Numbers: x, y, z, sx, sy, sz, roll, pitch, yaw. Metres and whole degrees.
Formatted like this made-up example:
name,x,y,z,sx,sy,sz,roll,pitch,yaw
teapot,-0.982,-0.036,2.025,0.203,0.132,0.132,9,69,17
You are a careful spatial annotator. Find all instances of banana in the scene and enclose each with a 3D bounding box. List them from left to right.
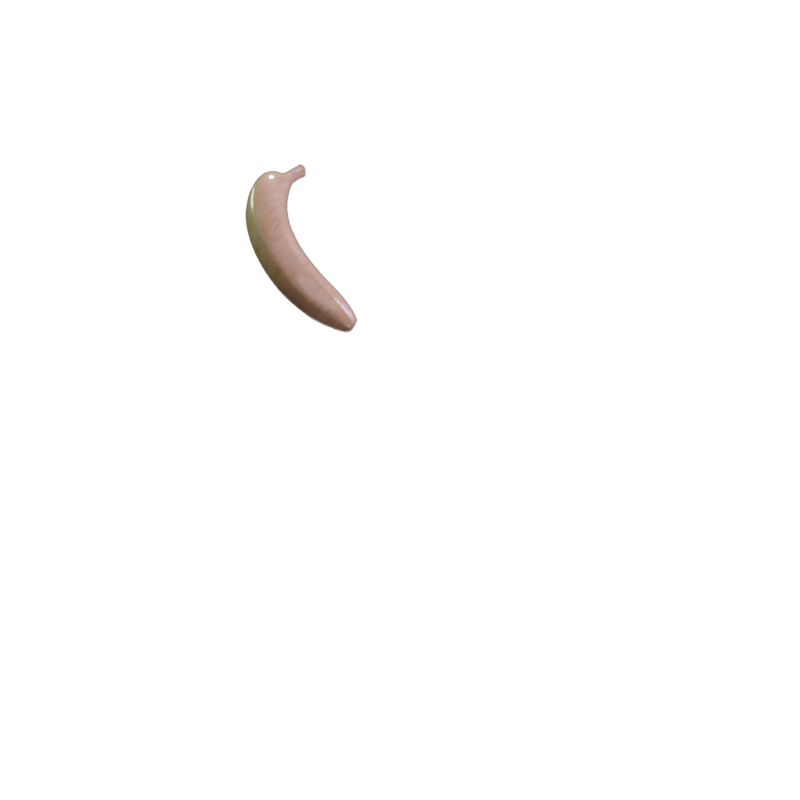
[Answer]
name,x,y,z,sx,sy,sz,roll,pitch,yaw
banana,-0.094,-0.137,0.960,0.069,0.213,0.034,-12,-36,-9
